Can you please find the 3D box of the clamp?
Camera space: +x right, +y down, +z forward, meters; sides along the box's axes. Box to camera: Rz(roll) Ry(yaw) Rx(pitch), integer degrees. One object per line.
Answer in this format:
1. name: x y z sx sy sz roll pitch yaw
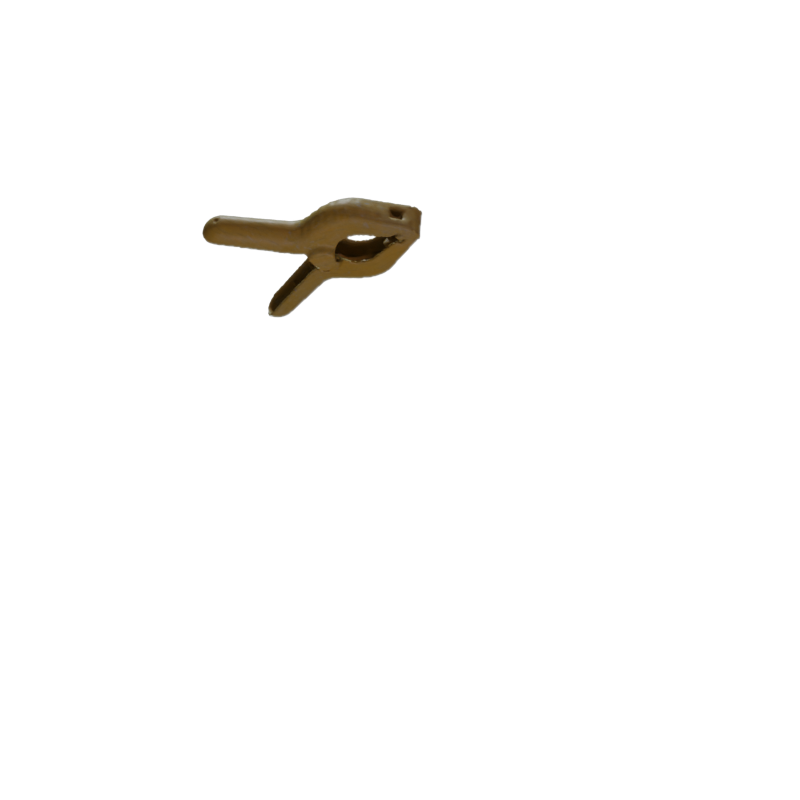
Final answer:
1. clamp: -0.069 -0.126 0.882 0.173 0.042 0.111 -20 -38 28
